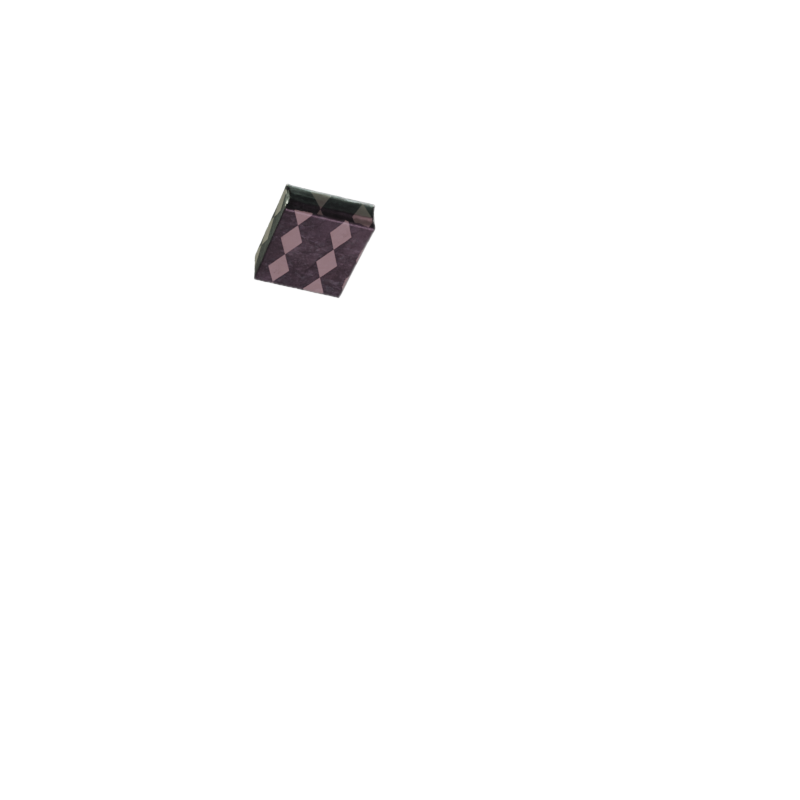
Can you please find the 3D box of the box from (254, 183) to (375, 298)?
[{"bbox_3d":[-0.068,-0.124,0.867,0.071,0.032,0.085,13,-41,-16],"label":"box"}]
